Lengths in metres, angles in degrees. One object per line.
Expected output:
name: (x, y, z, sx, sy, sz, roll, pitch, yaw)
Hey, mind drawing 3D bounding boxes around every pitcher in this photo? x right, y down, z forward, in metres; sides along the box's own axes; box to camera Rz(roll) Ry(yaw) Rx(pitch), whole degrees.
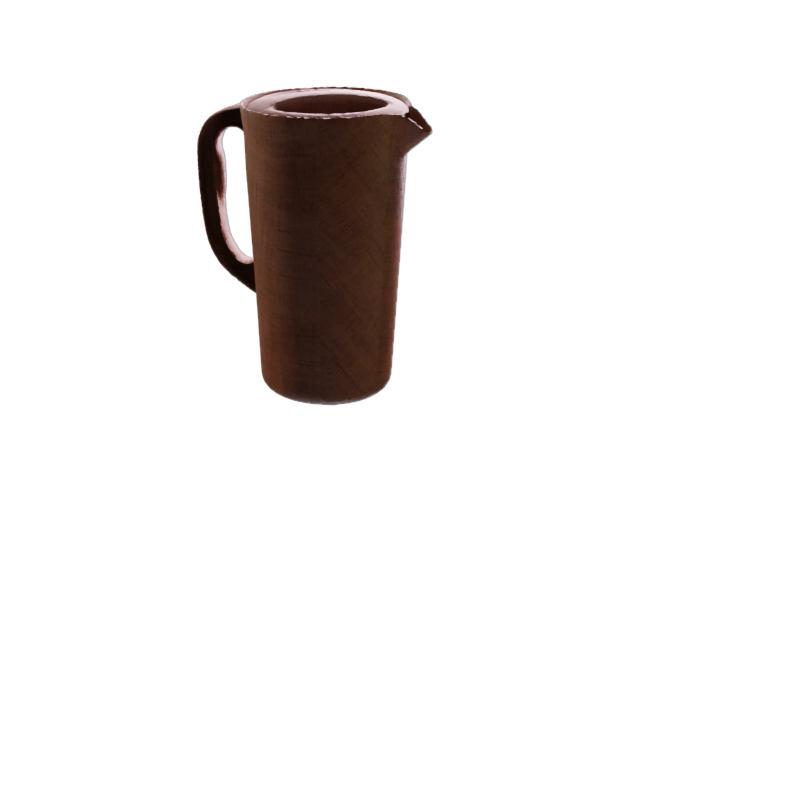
pitcher: (-0.069, -0.127, 0.888, 0.142, 0.233, 0.159, -11, 23, -29)
